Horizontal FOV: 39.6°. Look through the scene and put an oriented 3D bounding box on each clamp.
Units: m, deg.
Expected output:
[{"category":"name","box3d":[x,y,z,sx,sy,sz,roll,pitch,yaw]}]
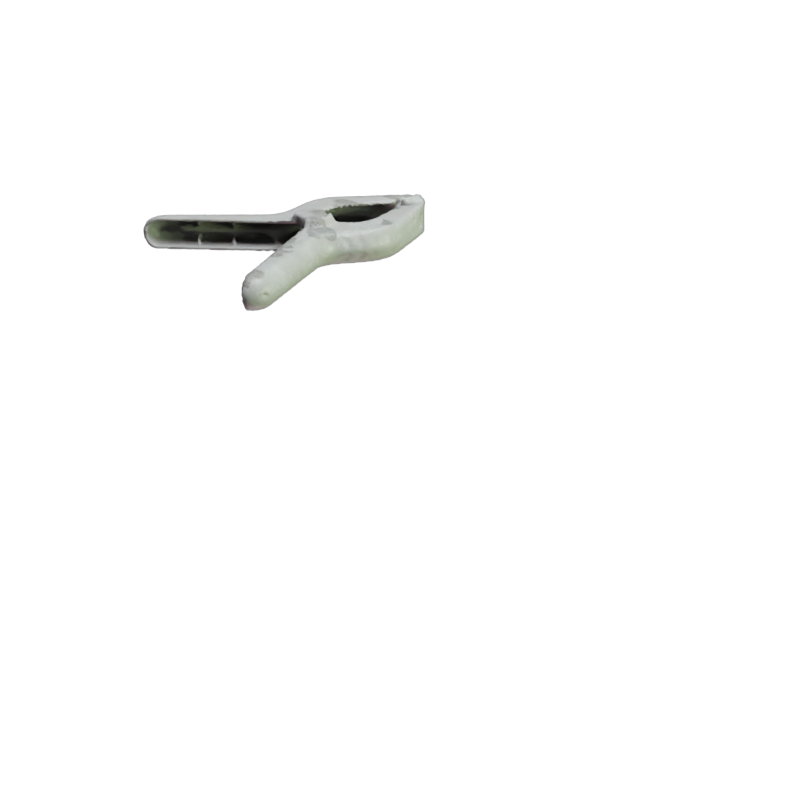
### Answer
[{"category":"clamp","box3d":[-0.063,-0.115,0.807,0.206,0.034,0.176,-13,30,-24]}]
